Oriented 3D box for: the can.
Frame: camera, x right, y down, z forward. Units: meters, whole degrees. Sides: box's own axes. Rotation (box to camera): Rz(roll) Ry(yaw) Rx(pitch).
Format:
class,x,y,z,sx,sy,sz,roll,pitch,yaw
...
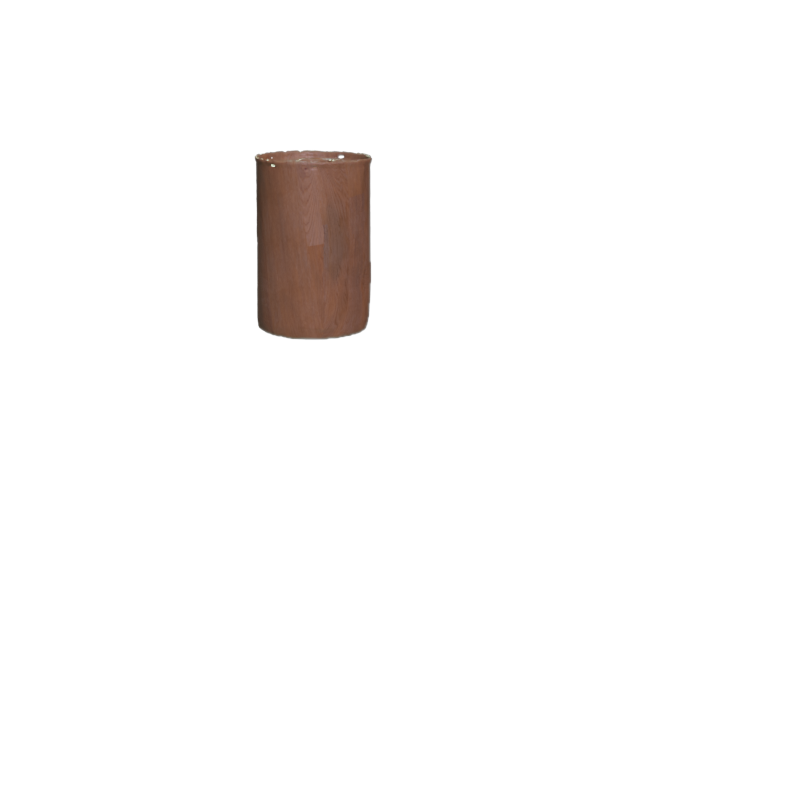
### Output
class,x,y,z,sx,sy,sz,roll,pitch,yaw
can,-0.051,-0.093,0.652,0.068,0.099,0.071,0,13,-2
